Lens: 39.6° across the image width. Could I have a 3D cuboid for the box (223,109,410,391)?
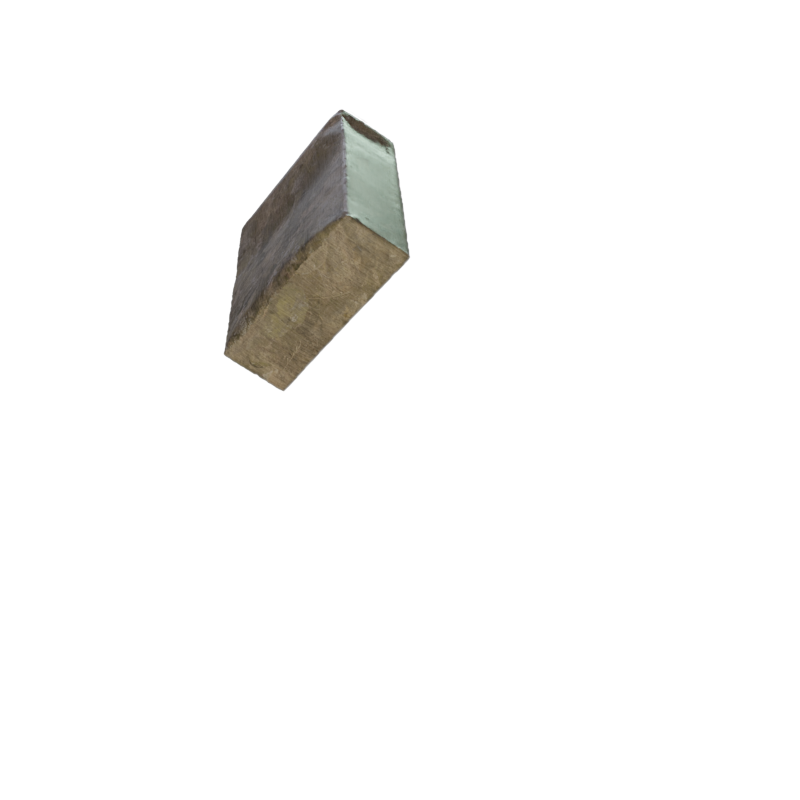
[{"bbox_3d":[-0.075,-0.137,0.957,0.068,0.161,0.228,33,26,-24],"label":"box"}]
